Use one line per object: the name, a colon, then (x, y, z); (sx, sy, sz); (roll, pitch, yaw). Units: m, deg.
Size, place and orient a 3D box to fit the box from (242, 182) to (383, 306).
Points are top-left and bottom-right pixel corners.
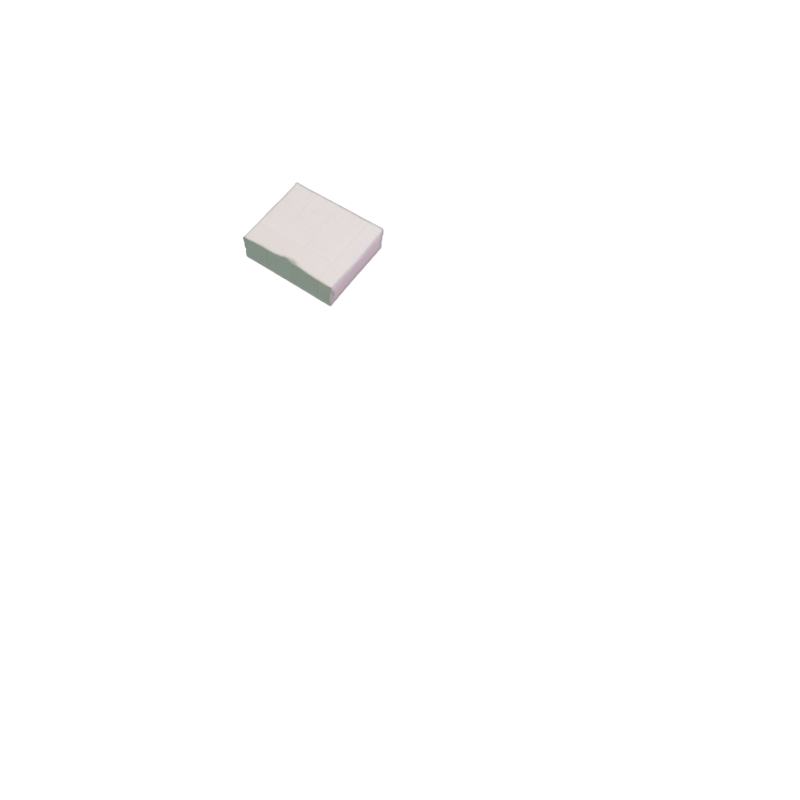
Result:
box: (-0.070, -0.128, 0.896); (0.093, 0.075, 0.028); (31, -30, 19)
